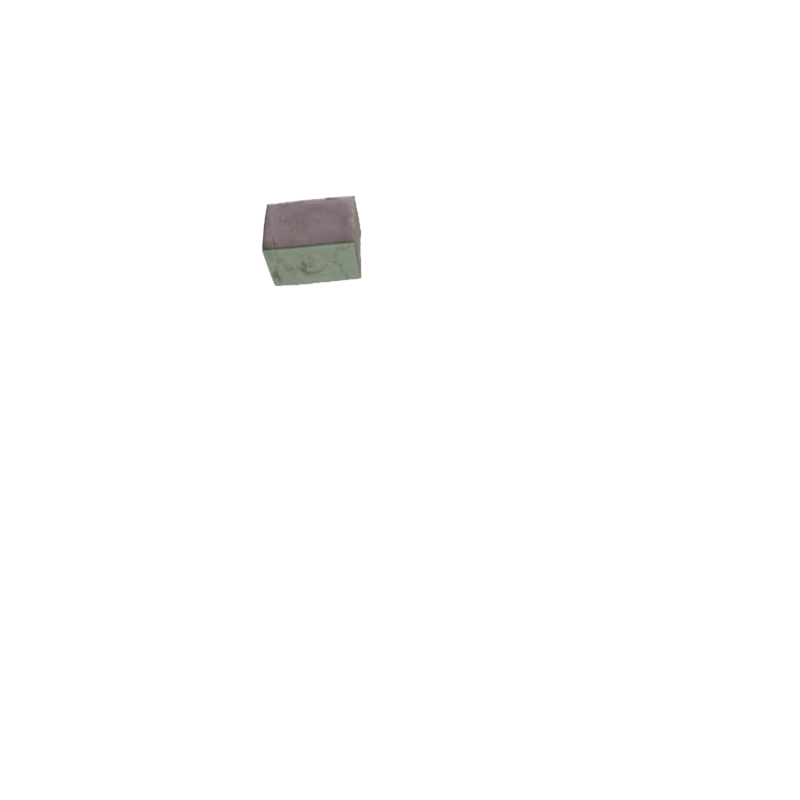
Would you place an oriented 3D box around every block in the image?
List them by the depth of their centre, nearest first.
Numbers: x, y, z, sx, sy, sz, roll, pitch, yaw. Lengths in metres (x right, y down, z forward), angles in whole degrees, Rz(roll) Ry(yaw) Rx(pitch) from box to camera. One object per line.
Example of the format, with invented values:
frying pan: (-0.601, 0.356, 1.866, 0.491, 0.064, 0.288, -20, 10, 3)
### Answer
block: (-0.073, -0.134, 0.938, 0.078, 0.055, 0.049, -5, -34, 5)
